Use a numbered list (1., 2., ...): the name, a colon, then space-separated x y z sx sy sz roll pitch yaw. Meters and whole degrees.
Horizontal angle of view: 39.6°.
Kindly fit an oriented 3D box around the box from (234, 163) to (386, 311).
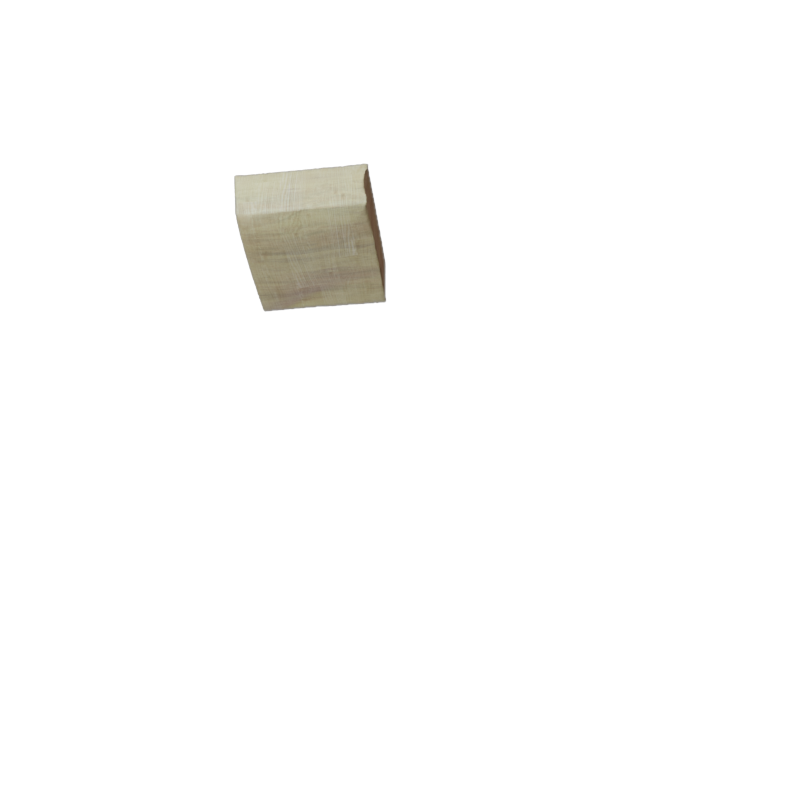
1. box: -0.059 -0.108 0.753 0.090 0.042 0.105 -4 -33 5
